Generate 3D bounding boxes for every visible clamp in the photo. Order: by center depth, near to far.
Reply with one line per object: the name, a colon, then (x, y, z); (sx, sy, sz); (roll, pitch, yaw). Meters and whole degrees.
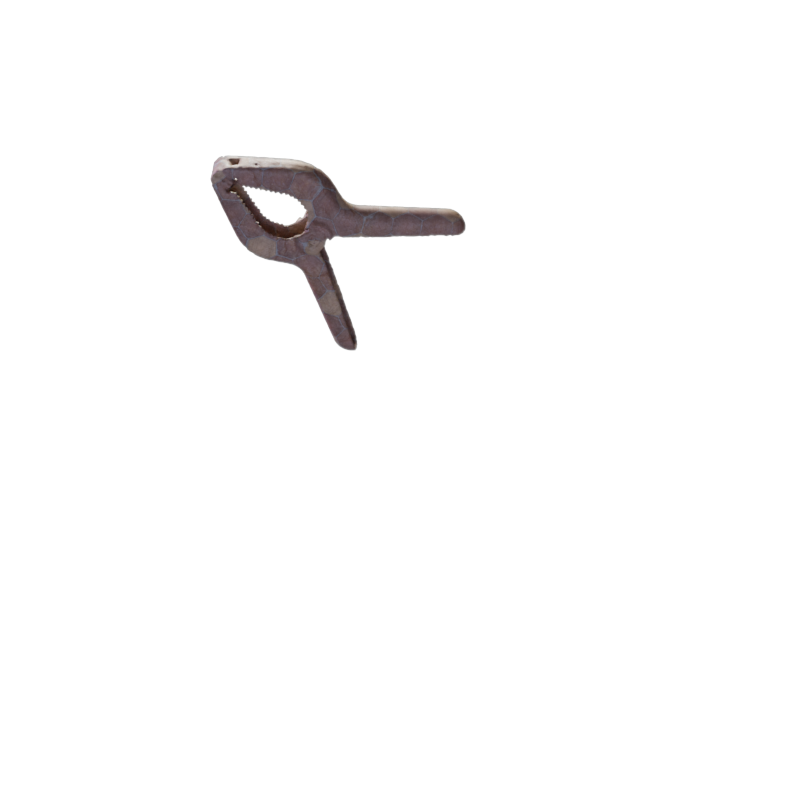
clamp: (-0.074, -0.134, 0.940); (0.203, 0.159, 0.039); (25, 29, -15)
